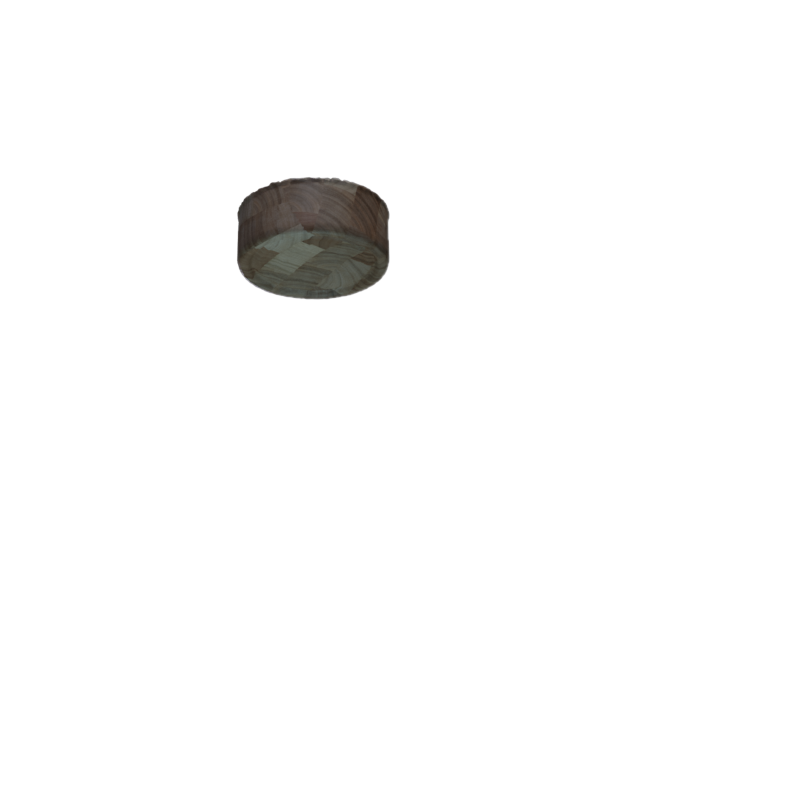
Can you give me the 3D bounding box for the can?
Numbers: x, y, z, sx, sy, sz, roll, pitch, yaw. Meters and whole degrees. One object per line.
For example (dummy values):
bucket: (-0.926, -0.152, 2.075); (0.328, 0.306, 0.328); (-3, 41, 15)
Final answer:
can: (-0.048, -0.088, 0.618); (0.086, 0.035, 0.081); (0, -22, -2)
